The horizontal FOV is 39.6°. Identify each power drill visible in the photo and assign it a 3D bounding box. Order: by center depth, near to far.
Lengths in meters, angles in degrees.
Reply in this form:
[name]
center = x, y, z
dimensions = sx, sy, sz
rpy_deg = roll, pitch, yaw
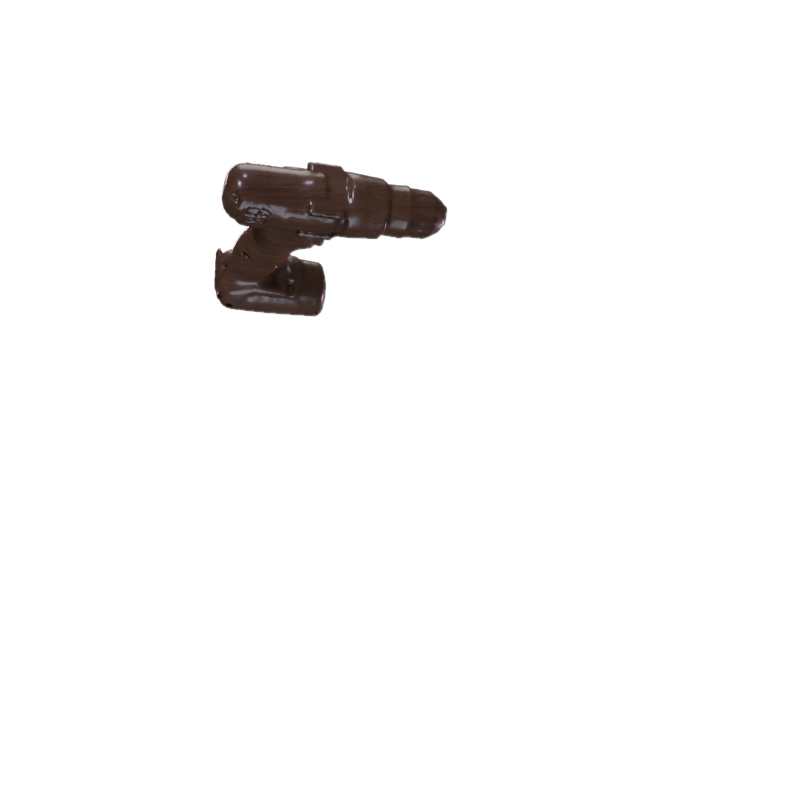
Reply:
[power drill]
center = -0.074, -0.135, 0.942
dimensions = 0.180, 0.061, 0.182
rpy_deg = 8, -26, -17
